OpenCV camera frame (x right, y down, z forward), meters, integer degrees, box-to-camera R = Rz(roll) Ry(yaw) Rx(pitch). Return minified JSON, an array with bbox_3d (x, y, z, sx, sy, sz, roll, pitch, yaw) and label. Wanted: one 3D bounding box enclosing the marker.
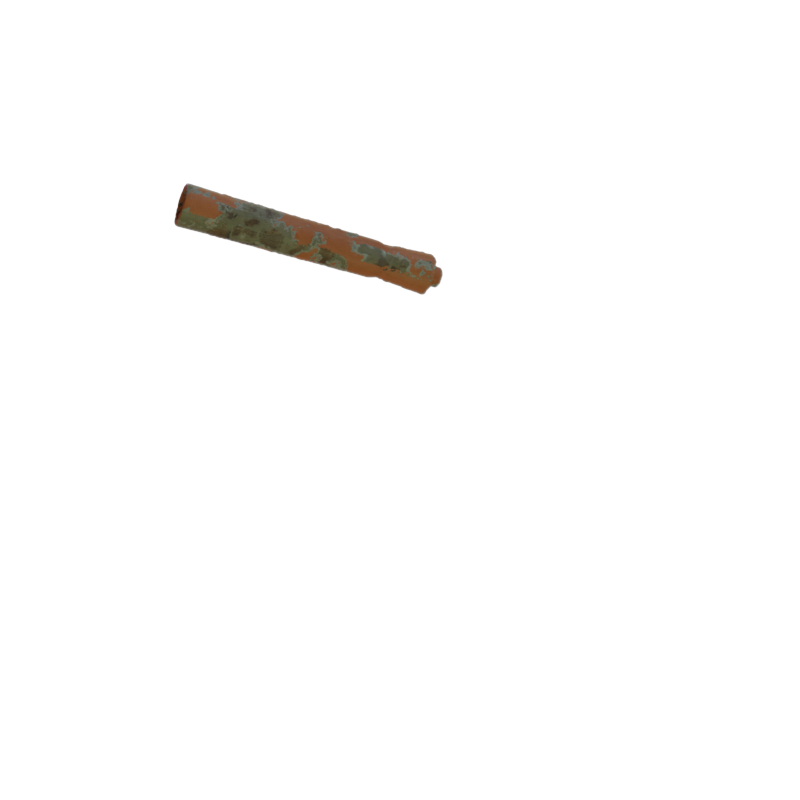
[{"bbox_3d":[-0.038,-0.069,0.485,0.118,0.020,0.020,14,0,-14],"label":"marker"}]
